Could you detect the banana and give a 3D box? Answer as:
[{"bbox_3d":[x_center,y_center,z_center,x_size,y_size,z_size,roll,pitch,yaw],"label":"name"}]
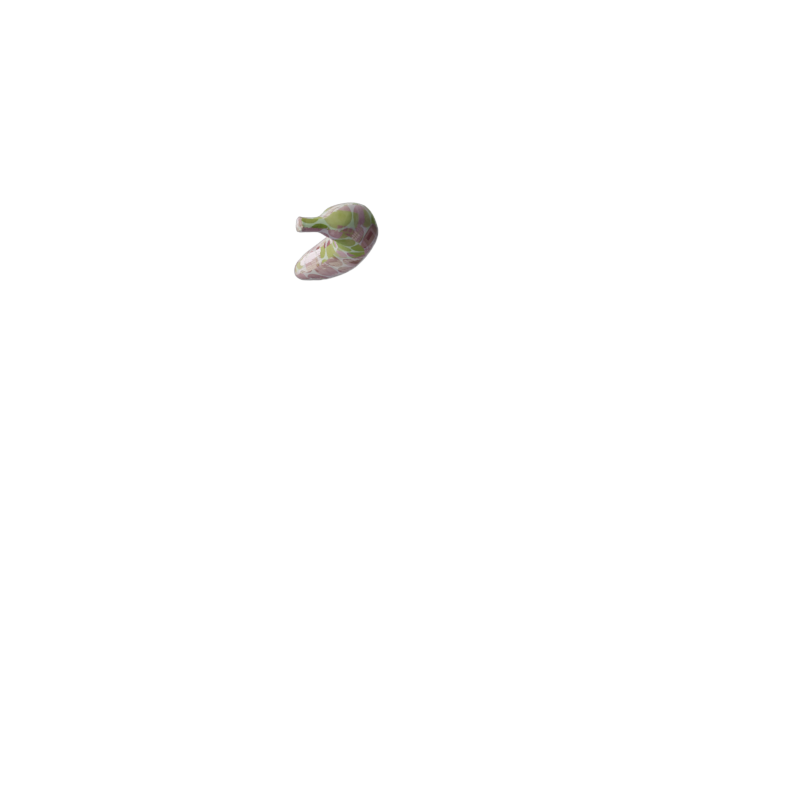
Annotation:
[{"bbox_3d":[-0.055,-0.135,0.938,0.069,0.038,0.193,1,-7,-5],"label":"banana"}]
